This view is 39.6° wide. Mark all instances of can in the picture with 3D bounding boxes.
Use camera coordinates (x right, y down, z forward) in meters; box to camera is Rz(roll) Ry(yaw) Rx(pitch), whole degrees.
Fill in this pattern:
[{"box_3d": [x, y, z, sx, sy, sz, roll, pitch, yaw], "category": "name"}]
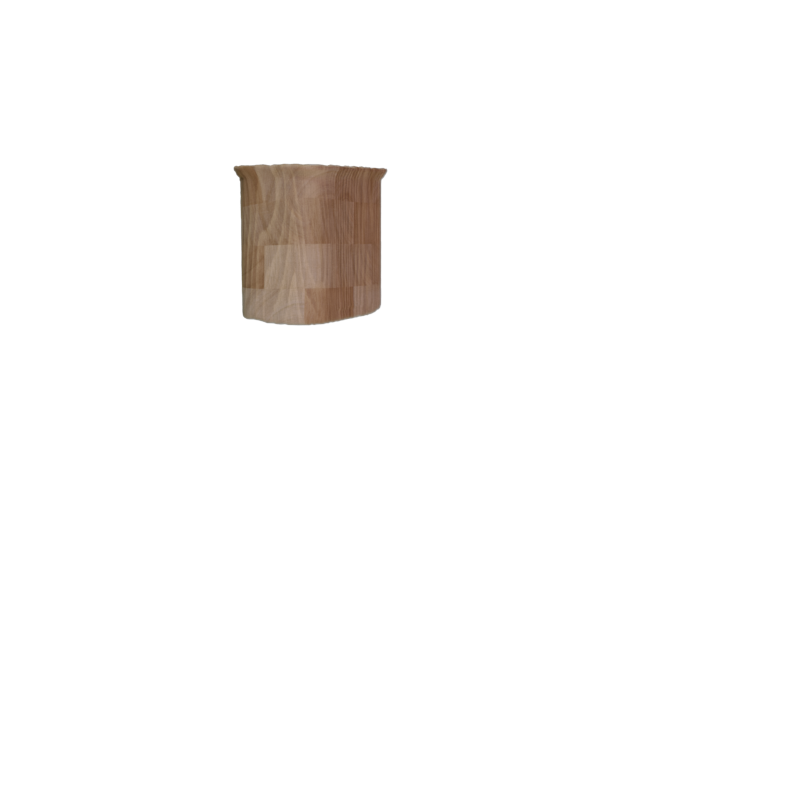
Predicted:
[{"box_3d": [-0.048, -0.088, 0.618, 0.059, 0.083, 0.100, 2, 7, 25], "category": "can"}]
